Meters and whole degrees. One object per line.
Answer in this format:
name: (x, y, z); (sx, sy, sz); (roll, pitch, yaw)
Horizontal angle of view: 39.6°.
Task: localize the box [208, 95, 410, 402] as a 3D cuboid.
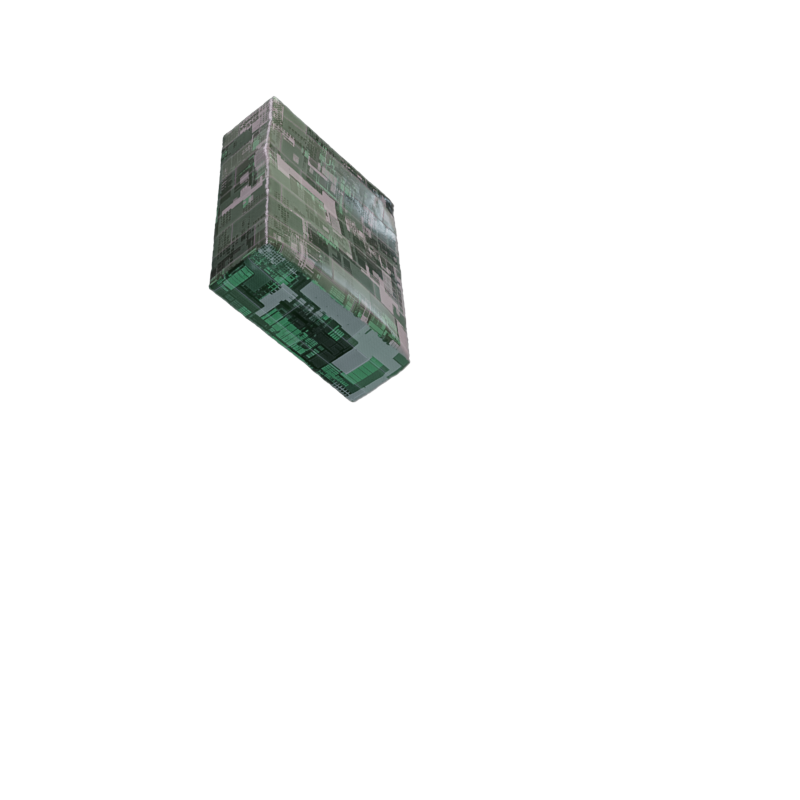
box: (-0.071, -0.129, 0.907); (0.071, 0.229, 0.154); (-35, -55, 25)
